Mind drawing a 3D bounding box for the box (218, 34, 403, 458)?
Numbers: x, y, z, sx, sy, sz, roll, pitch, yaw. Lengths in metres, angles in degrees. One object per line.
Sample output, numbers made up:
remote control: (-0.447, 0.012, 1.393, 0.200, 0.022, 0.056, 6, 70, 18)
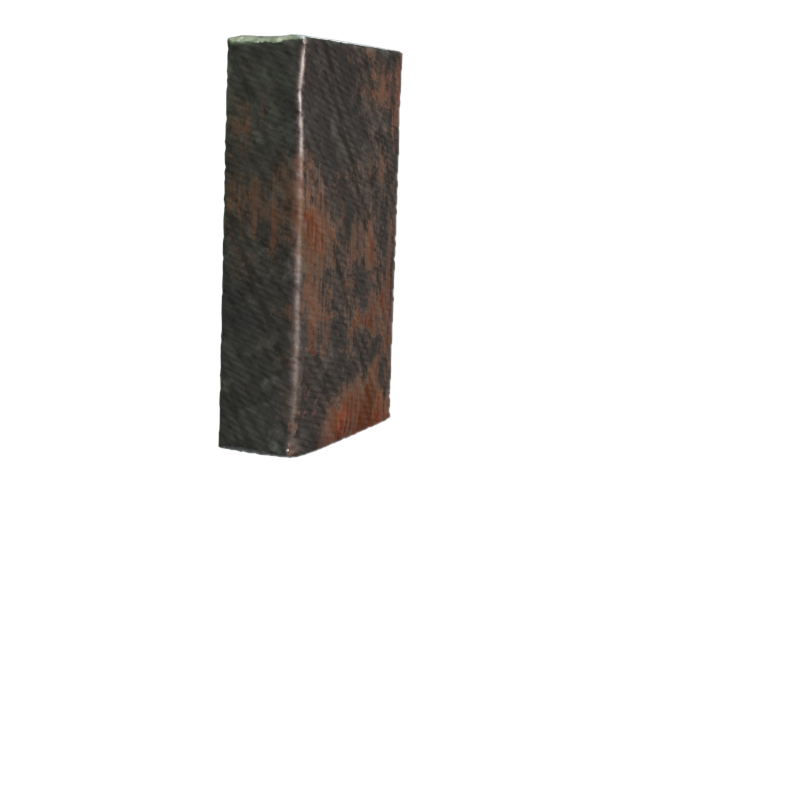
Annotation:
box: (-0.039, -0.071, 0.496, 0.050, 0.174, 0.091, 3, 6, 27)
